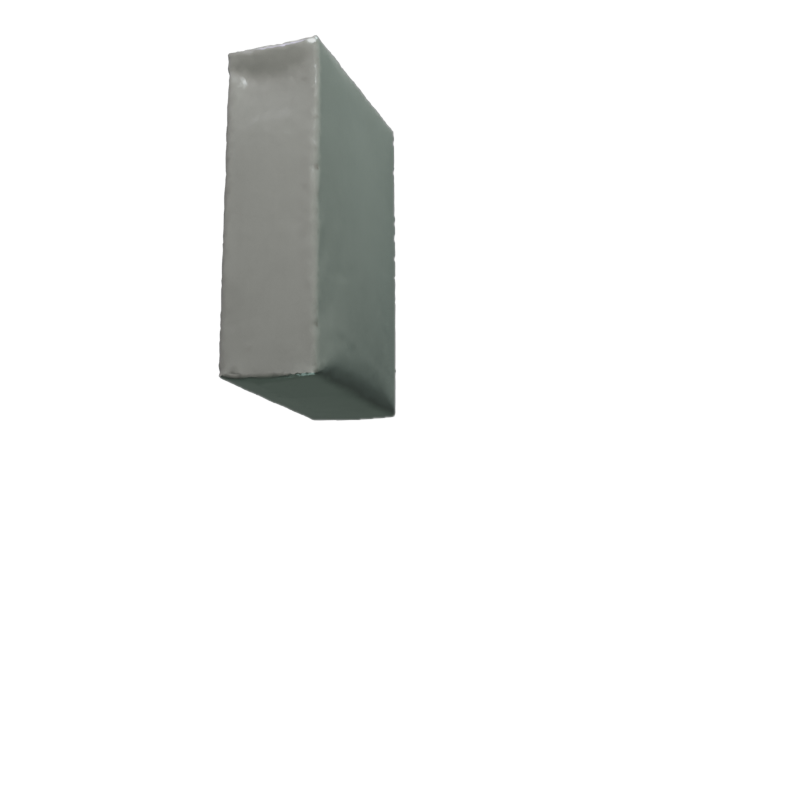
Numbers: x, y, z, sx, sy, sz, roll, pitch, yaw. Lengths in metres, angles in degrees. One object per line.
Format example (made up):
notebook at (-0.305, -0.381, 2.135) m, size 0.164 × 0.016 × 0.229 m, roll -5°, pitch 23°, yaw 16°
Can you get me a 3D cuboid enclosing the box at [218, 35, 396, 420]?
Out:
box at (-0.057, -0.104, 0.728) m, size 0.073 × 0.222 × 0.155 m, roll -6°, pitch -15°, yaw 17°
